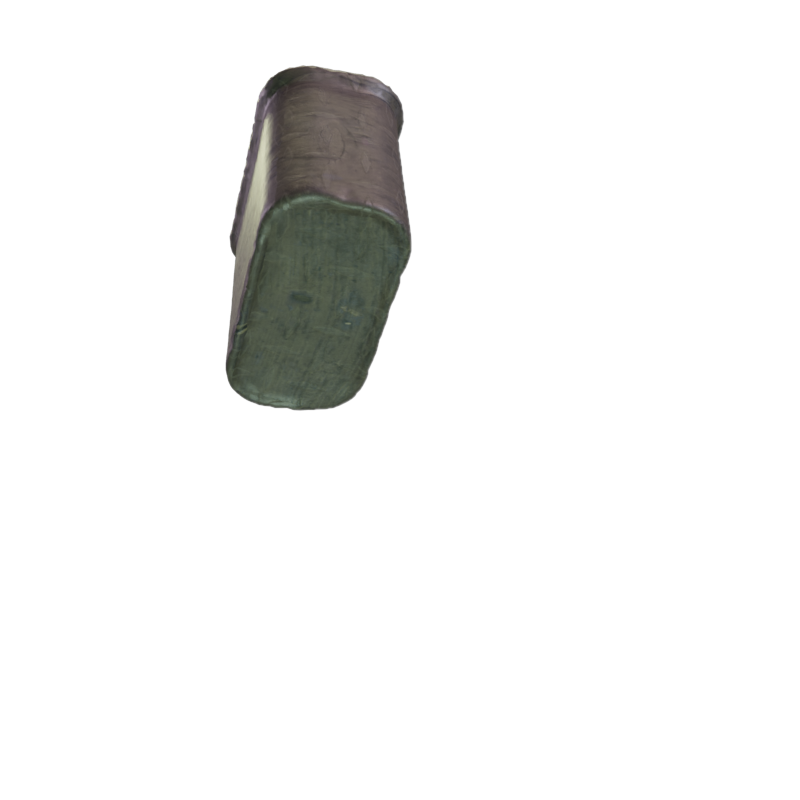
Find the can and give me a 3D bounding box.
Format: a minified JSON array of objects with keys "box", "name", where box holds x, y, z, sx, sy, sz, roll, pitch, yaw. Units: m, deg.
[{"box":[-0.032,-0.059,0.413,0.057,0.096,0.090,10,39,-11],"name":"can"}]
